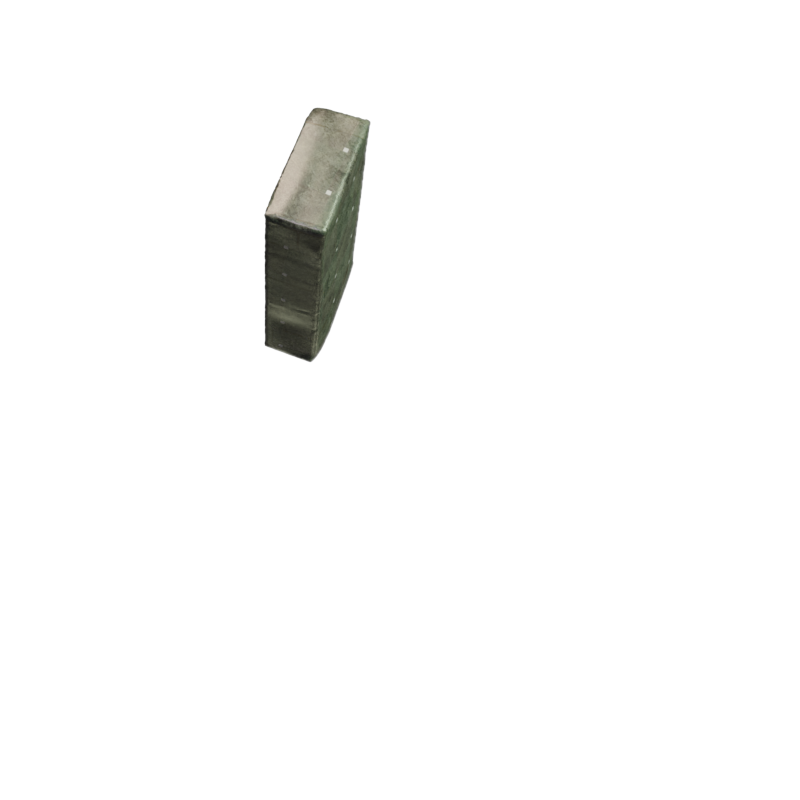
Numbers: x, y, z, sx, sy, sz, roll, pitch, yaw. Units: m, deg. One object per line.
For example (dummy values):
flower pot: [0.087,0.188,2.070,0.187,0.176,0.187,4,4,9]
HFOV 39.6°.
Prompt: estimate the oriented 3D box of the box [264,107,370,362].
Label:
box: [-0.059,-0.107,0.746,0.049,0.098,0.166,17,-28,4]
